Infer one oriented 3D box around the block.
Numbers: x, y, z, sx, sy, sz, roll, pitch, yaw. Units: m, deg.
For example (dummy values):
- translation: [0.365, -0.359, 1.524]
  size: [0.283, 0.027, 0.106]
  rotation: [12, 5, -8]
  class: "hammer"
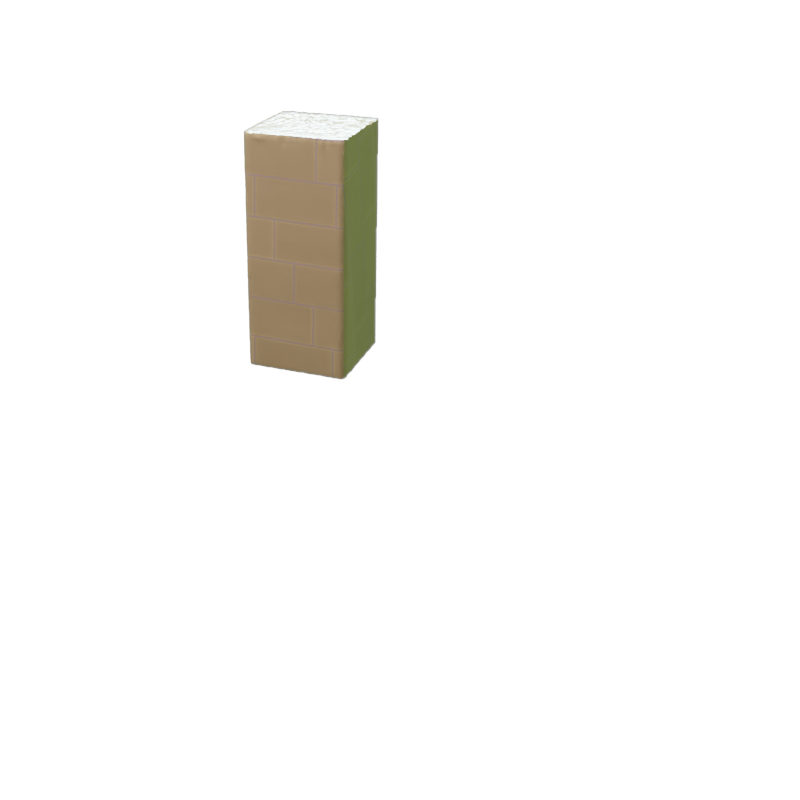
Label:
- translation: [-0.075, -0.135, 0.948]
  size: [0.093, 0.197, 0.092]
  rotation: [8, 22, 17]
  class: "block"
